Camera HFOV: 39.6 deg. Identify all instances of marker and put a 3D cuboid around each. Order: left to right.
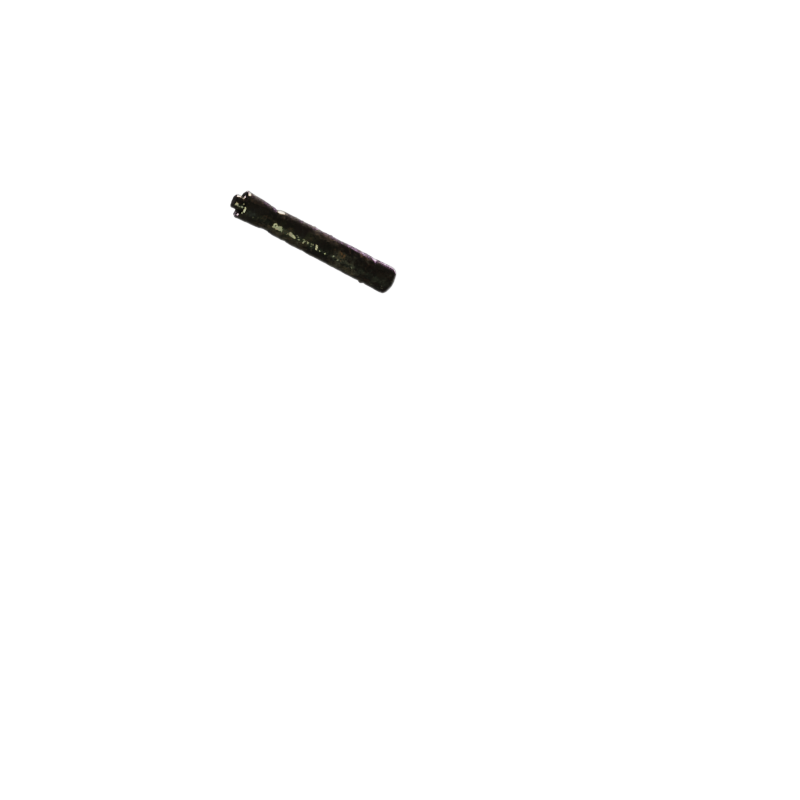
[{"bbox_3d":[-0.056,-0.102,0.711,0.115,0.020,0.020,25,-8,-23],"label":"marker"}]
